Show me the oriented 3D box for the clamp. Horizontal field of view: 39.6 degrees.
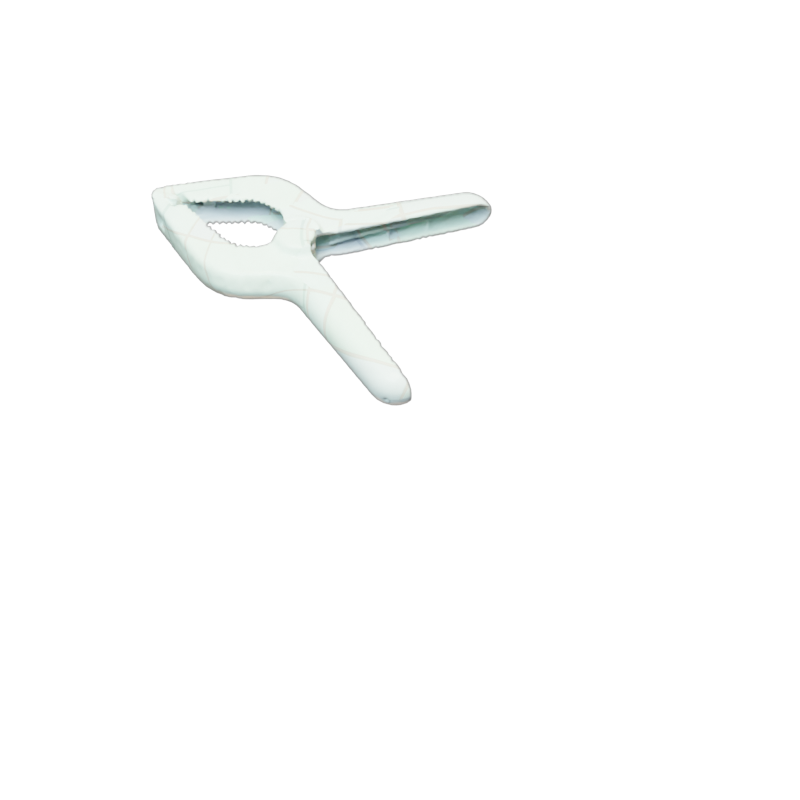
[{"bbox_3d":[-0.054,-0.099,0.694,0.218,0.170,0.034,23,-35,18],"label":"clamp"}]
